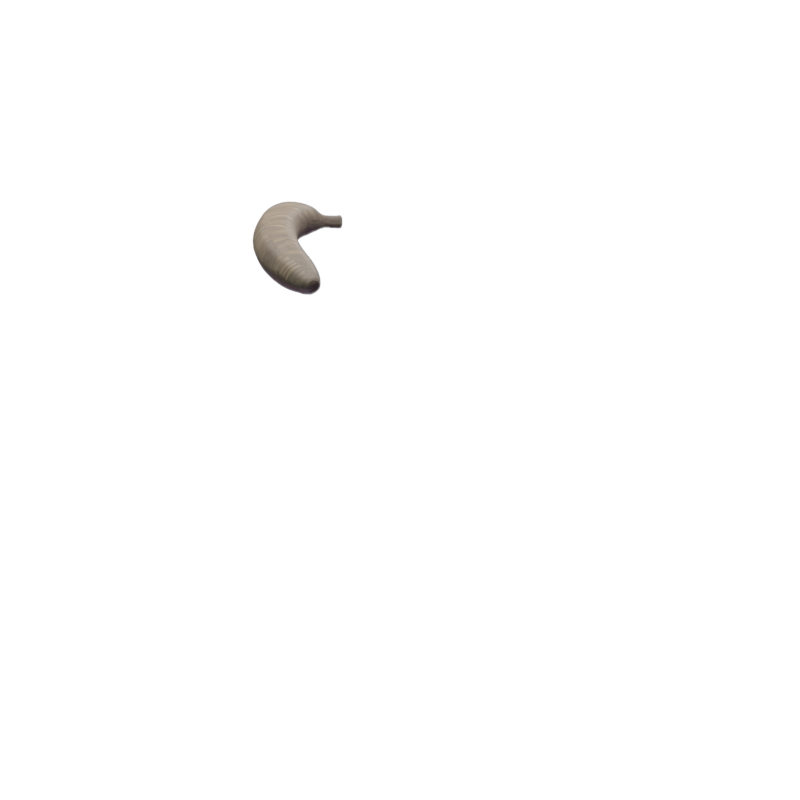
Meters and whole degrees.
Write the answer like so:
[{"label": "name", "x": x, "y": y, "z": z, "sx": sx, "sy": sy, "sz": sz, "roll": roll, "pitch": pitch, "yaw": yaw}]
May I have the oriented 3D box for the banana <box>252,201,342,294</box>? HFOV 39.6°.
[{"label": "banana", "x": -0.092, "y": -0.136, "z": 0.942, "sx": 0.070, "sy": 0.035, "sz": 0.206, "roll": 2, "pitch": 25, "yaw": 3}]
